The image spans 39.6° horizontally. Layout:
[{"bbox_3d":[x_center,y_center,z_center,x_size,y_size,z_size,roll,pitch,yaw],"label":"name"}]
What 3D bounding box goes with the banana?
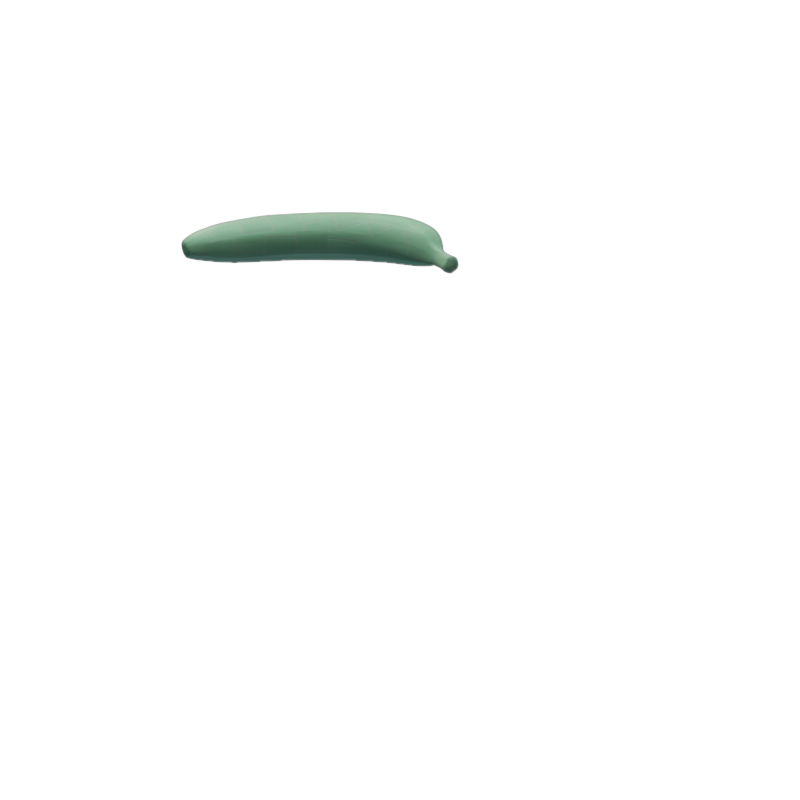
[{"bbox_3d":[-0.055,-0.116,0.802,0.201,0.036,0.070,3,13,11],"label":"banana"}]
